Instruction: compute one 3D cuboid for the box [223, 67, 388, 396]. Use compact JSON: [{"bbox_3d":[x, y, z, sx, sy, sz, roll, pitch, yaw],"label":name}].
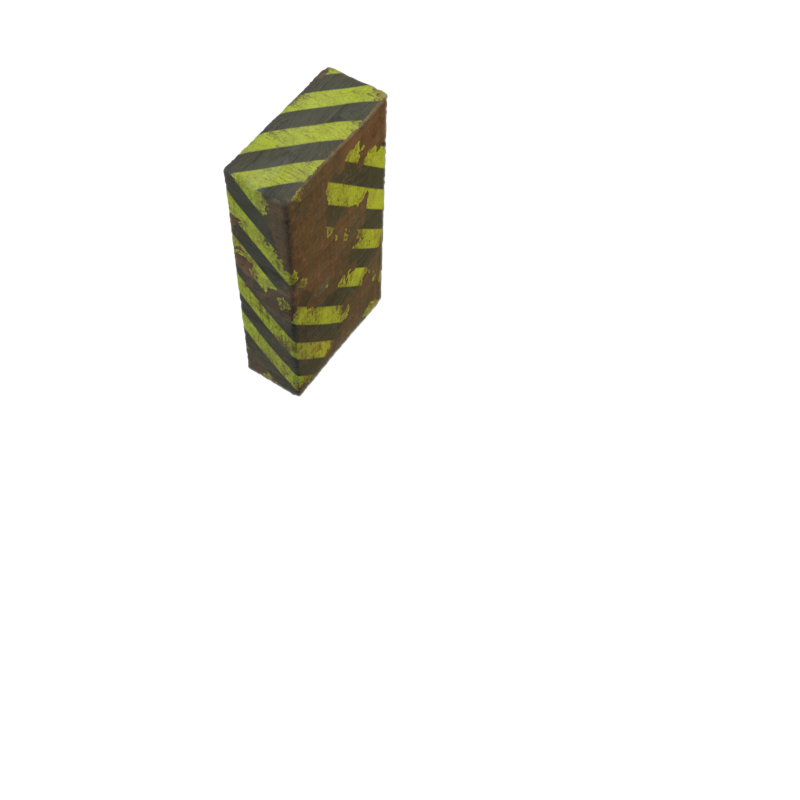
[{"bbox_3d":[-0.048,-0.088,0.617,0.050,0.096,0.165,30,-30,14],"label":"box"}]
